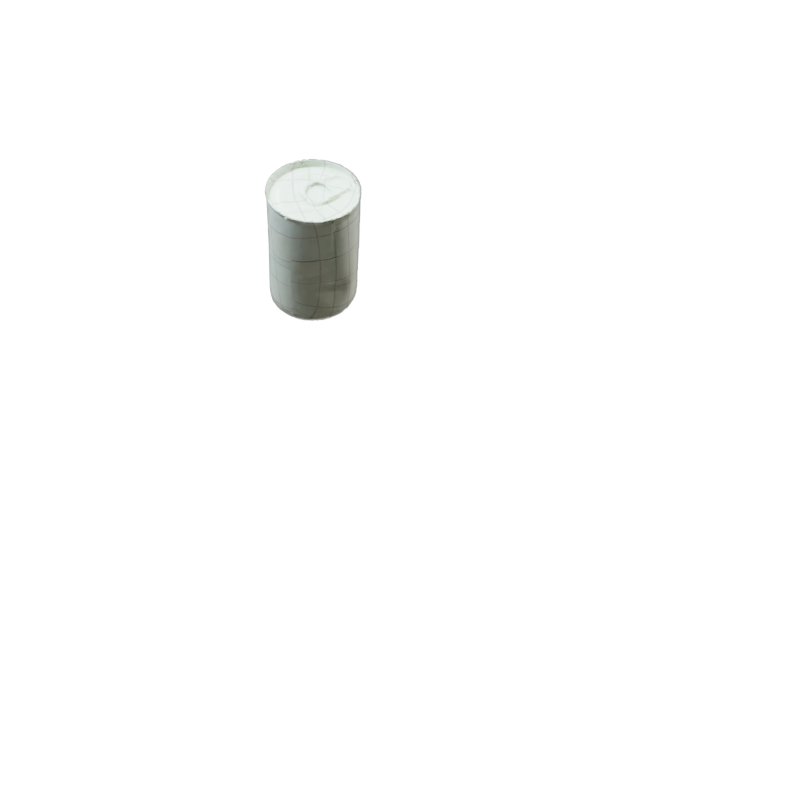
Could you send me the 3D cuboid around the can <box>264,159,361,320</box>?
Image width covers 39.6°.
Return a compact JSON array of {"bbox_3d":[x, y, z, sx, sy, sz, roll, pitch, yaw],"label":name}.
[{"bbox_3d":[-0.064,-0.116,0.812,0.068,0.074,0.095,0,-43,-3],"label":"can"}]
